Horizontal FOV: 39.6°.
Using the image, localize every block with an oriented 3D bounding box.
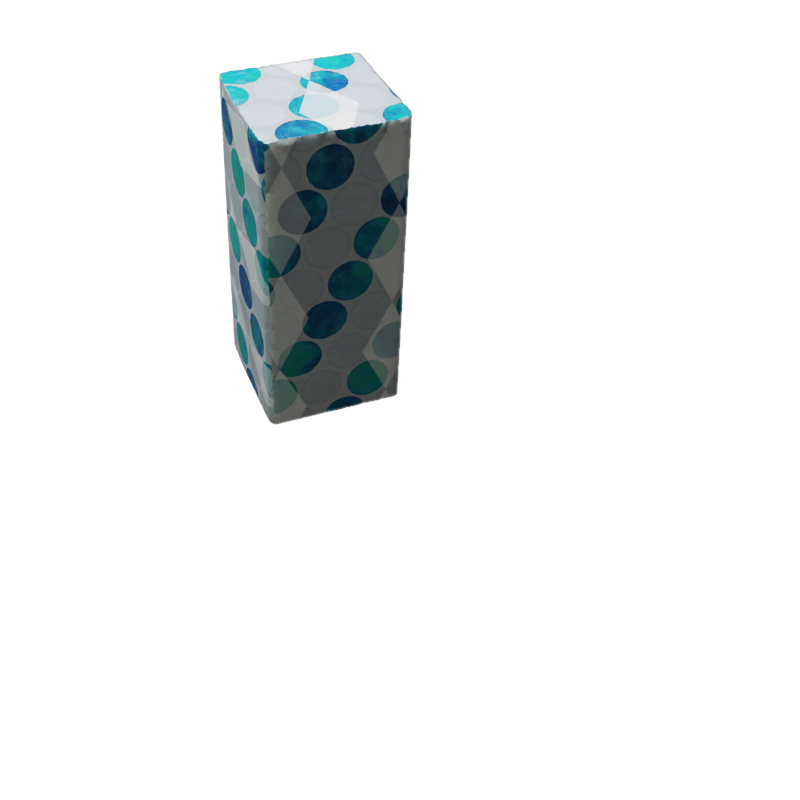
[{"bbox_3d":[-0.054,-0.097,0.685,0.089,0.193,0.098,-11,40,-18],"label":"block"}]
